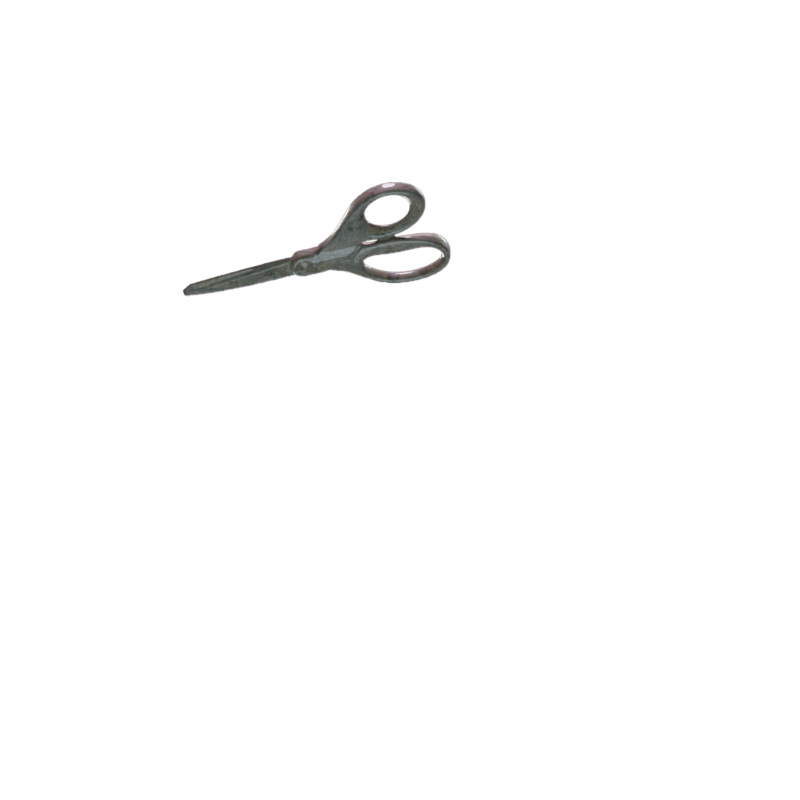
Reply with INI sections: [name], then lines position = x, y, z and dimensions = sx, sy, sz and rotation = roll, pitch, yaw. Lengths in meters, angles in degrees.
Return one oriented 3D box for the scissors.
[scissors]
position = -0.064, -0.116, 0.812
dimensions = 0.202, 0.089, 0.017
rotation = -1, 41, 1
